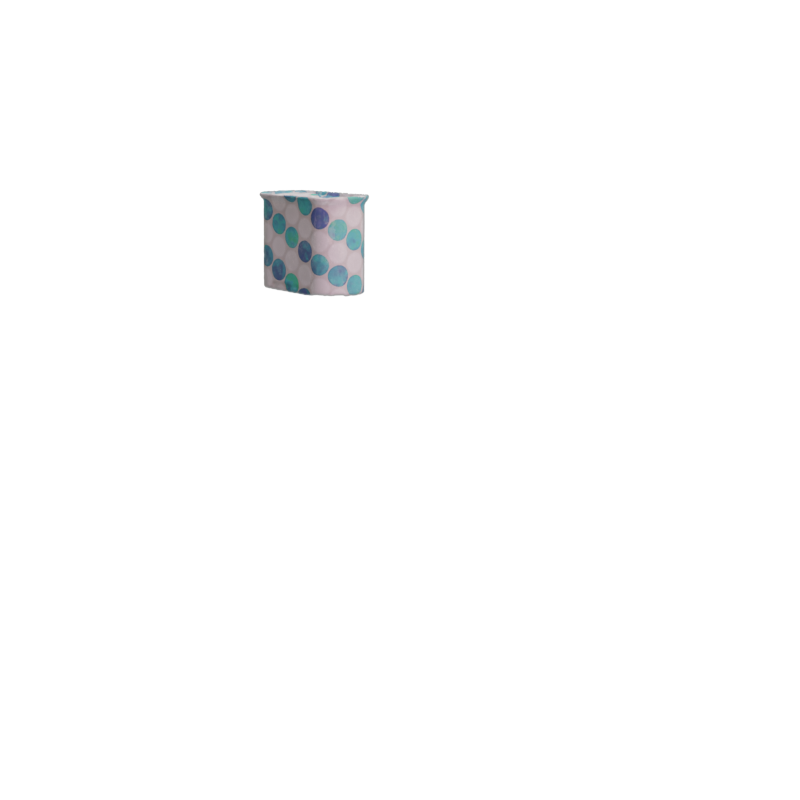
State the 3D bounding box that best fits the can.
[{"bbox_3d":[-0.075,-0.136,0.954,0.056,0.082,0.107,-8,14,-42],"label":"can"}]
